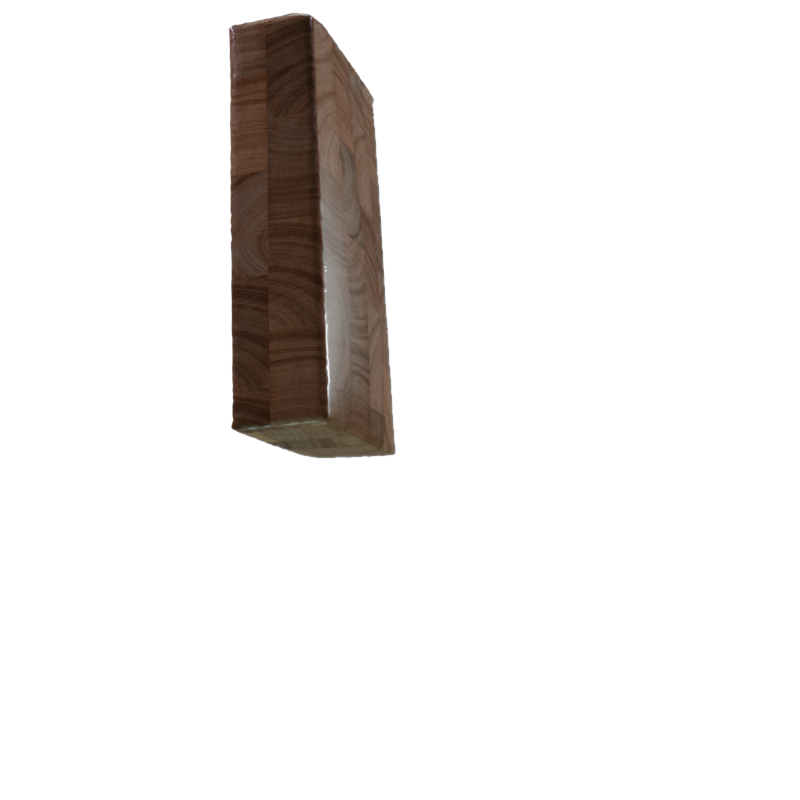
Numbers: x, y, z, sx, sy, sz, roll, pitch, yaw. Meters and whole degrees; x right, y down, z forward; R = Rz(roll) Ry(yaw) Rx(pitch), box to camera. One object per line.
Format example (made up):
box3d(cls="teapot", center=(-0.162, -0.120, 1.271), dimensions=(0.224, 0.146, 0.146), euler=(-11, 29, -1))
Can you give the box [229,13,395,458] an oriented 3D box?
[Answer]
box3d(cls="box", center=(-0.037, -0.069, 0.480), dimensions=(0.049, 0.184, 0.088), euler=(-7, -18, 16))
